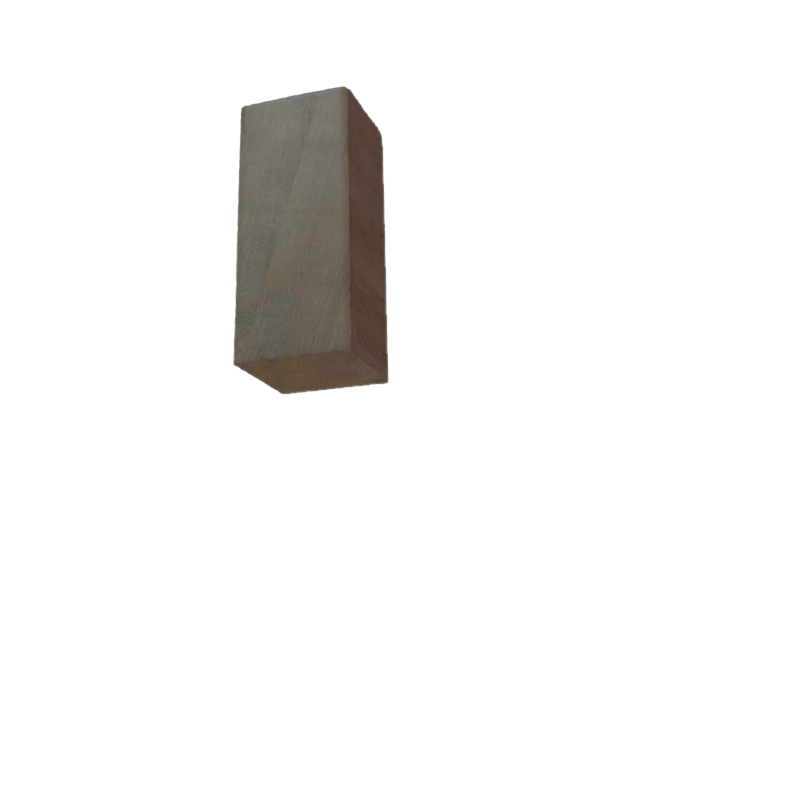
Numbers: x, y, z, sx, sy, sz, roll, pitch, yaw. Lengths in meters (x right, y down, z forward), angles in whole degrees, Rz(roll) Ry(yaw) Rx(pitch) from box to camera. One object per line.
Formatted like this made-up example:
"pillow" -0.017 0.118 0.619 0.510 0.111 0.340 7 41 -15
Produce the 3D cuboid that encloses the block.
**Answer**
"block" -0.065 -0.120 0.837 0.092 0.217 0.085 -8 -22 18
